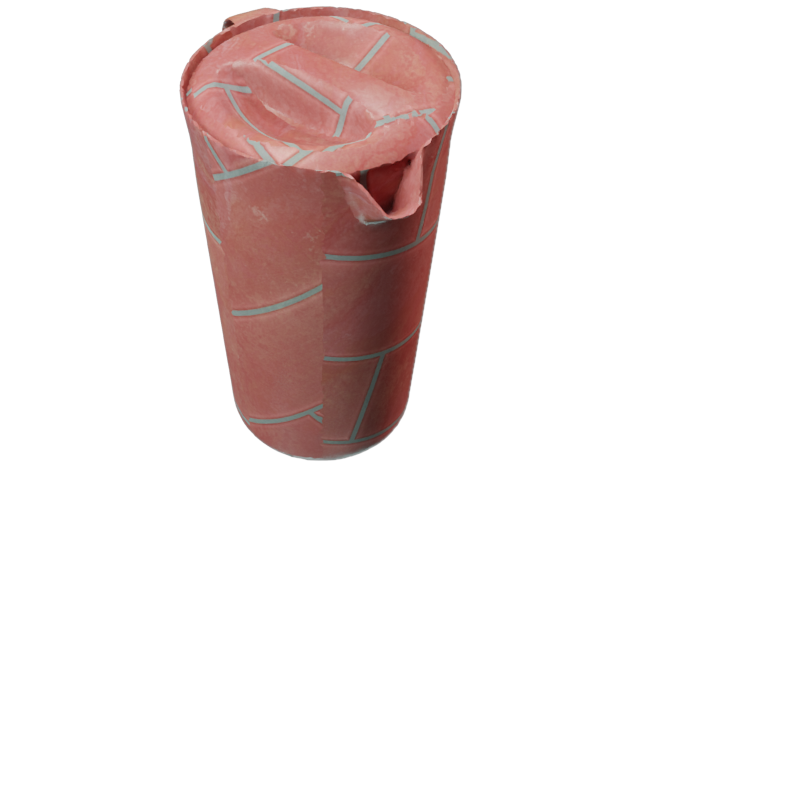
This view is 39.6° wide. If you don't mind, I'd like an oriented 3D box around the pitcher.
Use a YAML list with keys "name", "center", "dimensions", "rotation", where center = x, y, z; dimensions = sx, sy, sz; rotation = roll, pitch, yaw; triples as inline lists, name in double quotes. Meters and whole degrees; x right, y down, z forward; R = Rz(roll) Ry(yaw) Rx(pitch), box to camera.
- name: "pitcher"
  center: [-0.048, -0.087, 0.607]
  dimensions: [0.148, 0.157, 0.226]
  rotation: [13, -42, 9]
